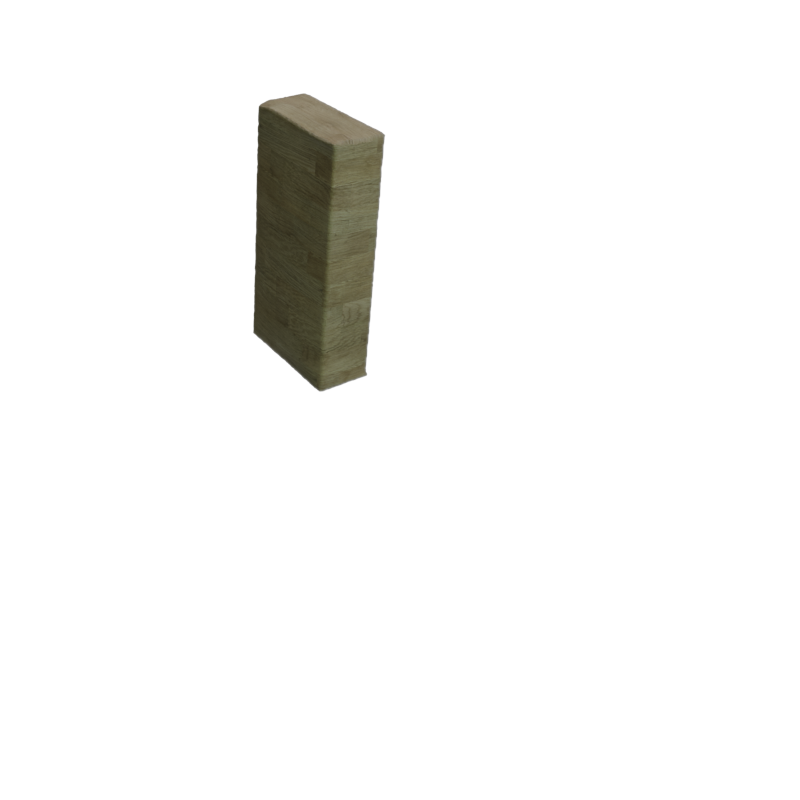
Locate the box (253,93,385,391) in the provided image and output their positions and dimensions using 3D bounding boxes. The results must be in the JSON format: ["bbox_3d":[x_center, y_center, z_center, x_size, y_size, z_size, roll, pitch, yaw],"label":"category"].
[{"bbox_3d":[-0.058,-0.105,0.735,0.047,0.166,0.100,-17,34,-31],"label":"box"}]
